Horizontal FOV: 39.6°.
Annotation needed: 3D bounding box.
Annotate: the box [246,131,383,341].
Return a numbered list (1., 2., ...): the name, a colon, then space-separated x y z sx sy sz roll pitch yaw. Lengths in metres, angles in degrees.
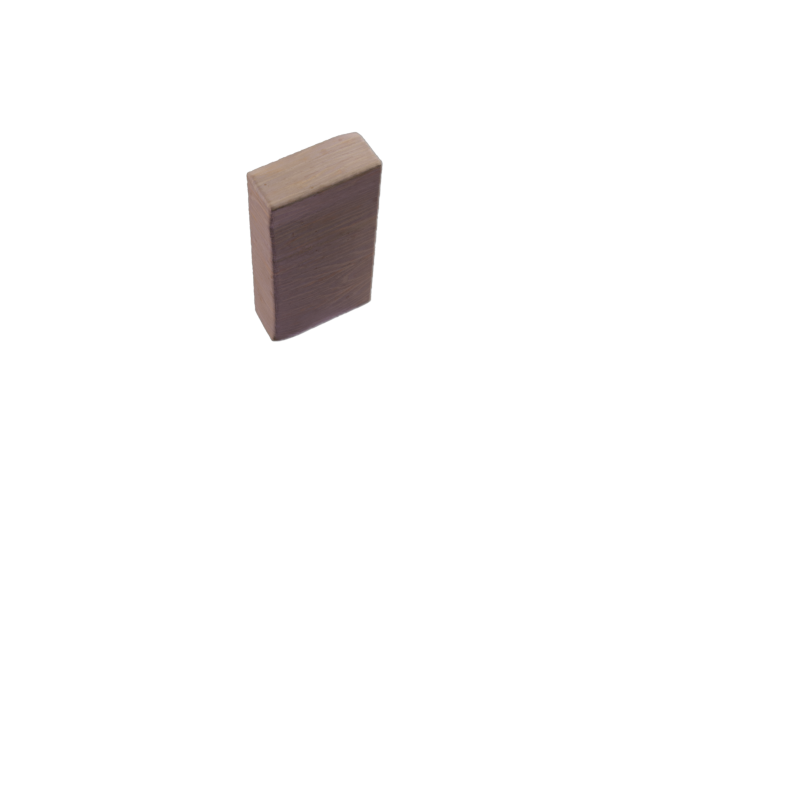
1. box: -0.066 -0.121 0.847 0.093 0.051 0.165 -25 -29 -19
